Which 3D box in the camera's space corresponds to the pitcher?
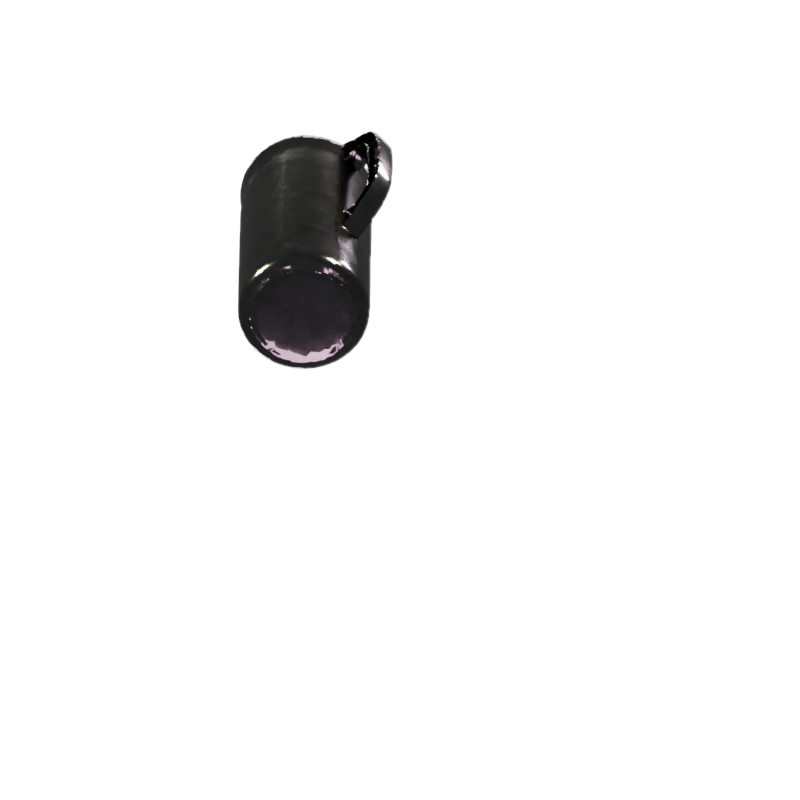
[{"bbox_3d":[-0.078,-0.142,0.997,0.144,0.140,0.259,0,32,-3],"label":"pitcher"}]
